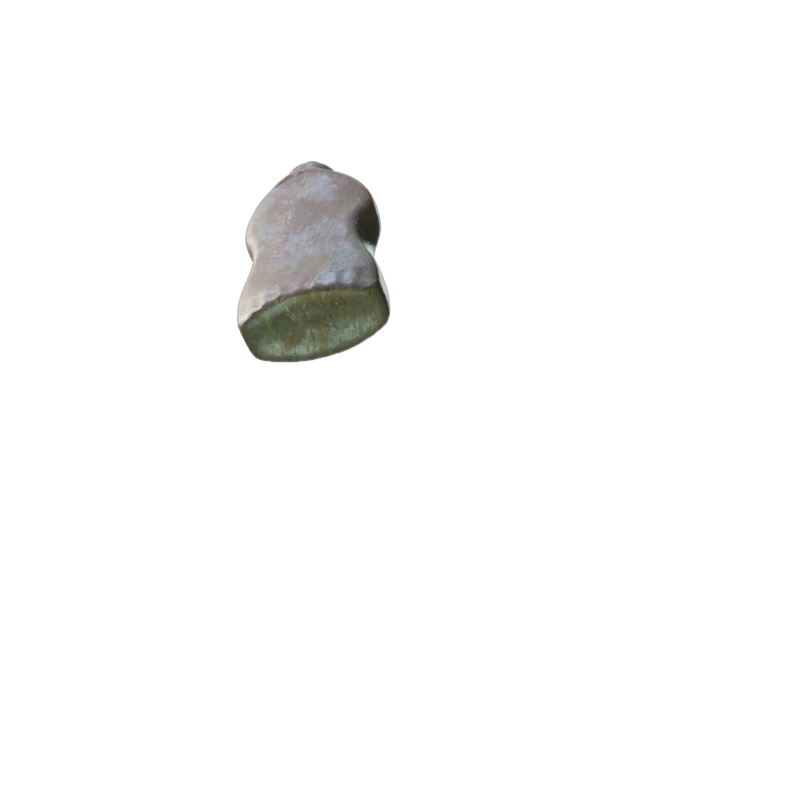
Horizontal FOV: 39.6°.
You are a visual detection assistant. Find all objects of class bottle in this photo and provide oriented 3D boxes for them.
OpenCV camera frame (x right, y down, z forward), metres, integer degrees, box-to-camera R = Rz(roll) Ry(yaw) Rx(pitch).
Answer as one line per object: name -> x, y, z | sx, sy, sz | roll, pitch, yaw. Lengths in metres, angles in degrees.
bottle -> -0.061, -0.111, 0.772 | 0.096, 0.054, 0.205 | -17, 38, 10
